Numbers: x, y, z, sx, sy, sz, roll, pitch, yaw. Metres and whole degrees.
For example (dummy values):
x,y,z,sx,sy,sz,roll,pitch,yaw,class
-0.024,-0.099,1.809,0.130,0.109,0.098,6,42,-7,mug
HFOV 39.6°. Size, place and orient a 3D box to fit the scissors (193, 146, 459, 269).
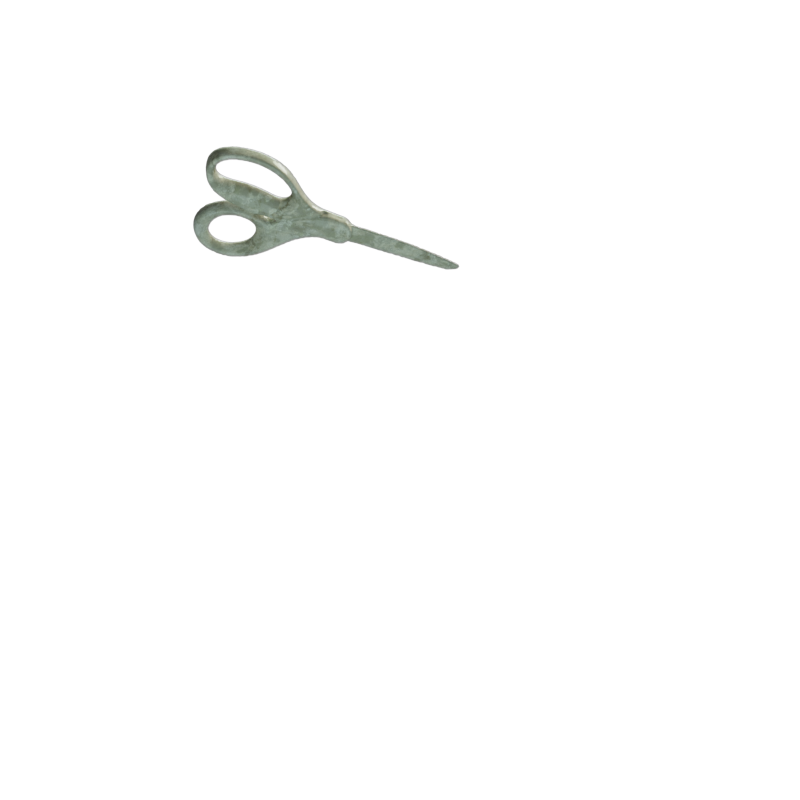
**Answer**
x,y,z,sx,sy,sz,roll,pitch,yaw,class
-0.063,-0.116,0.809,0.192,0.017,0.094,30,-56,-23,scissors
